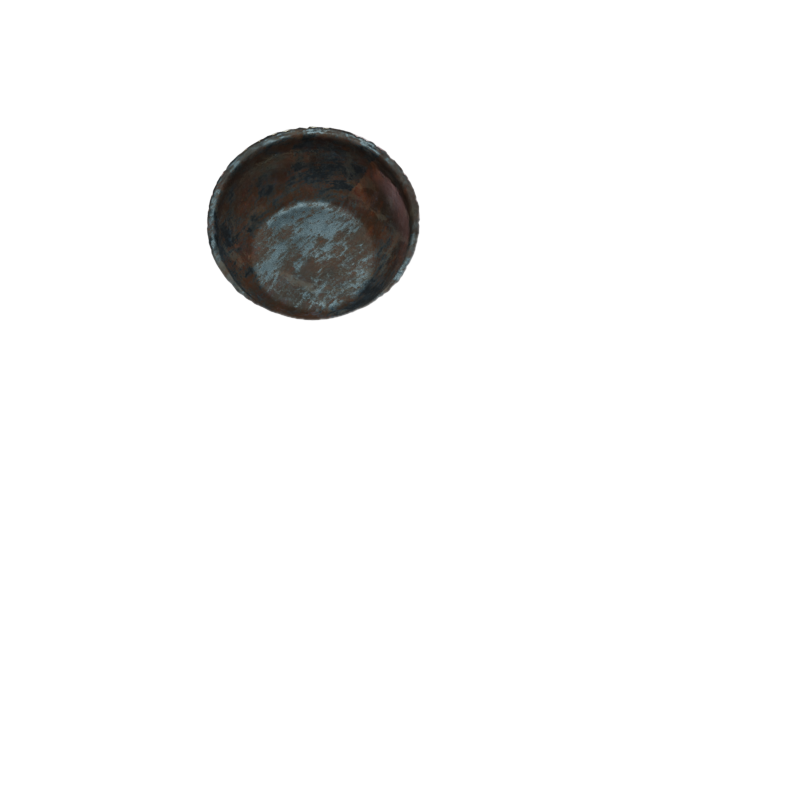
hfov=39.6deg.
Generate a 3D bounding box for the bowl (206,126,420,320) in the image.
[{"bbox_3d":[-0.064,-0.117,0.817,0.162,0.153,0.058,1,29,-1],"label":"bowl"}]
